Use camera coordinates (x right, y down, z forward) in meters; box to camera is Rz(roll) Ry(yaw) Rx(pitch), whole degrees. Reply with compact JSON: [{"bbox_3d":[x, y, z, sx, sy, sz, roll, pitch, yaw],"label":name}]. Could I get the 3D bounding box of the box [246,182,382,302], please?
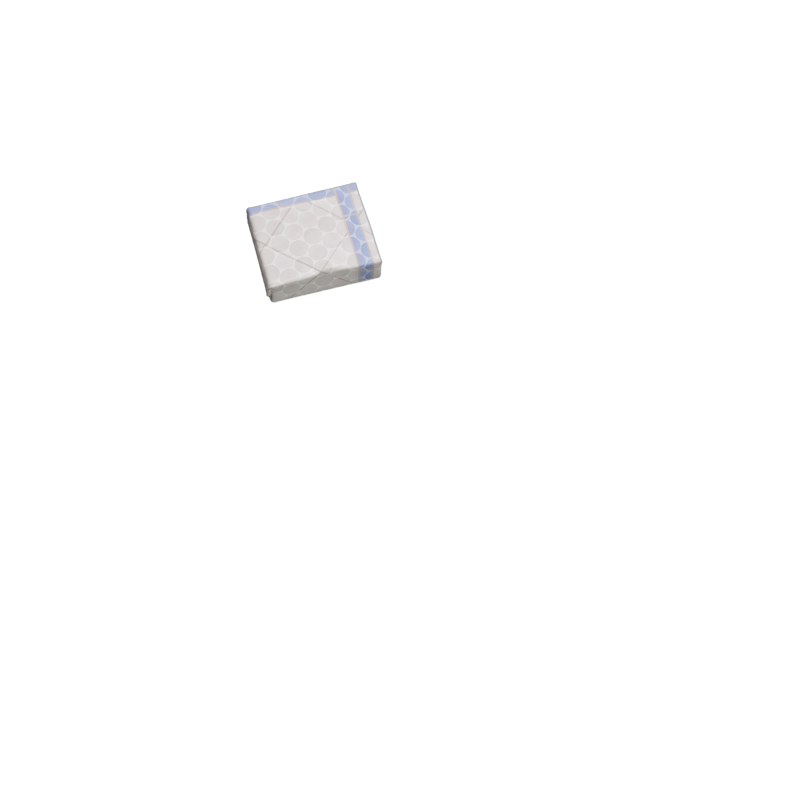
[{"bbox_3d":[-0.066,-0.120,0.842,0.089,0.078,0.028,-14,-27,-8],"label":"box"}]
